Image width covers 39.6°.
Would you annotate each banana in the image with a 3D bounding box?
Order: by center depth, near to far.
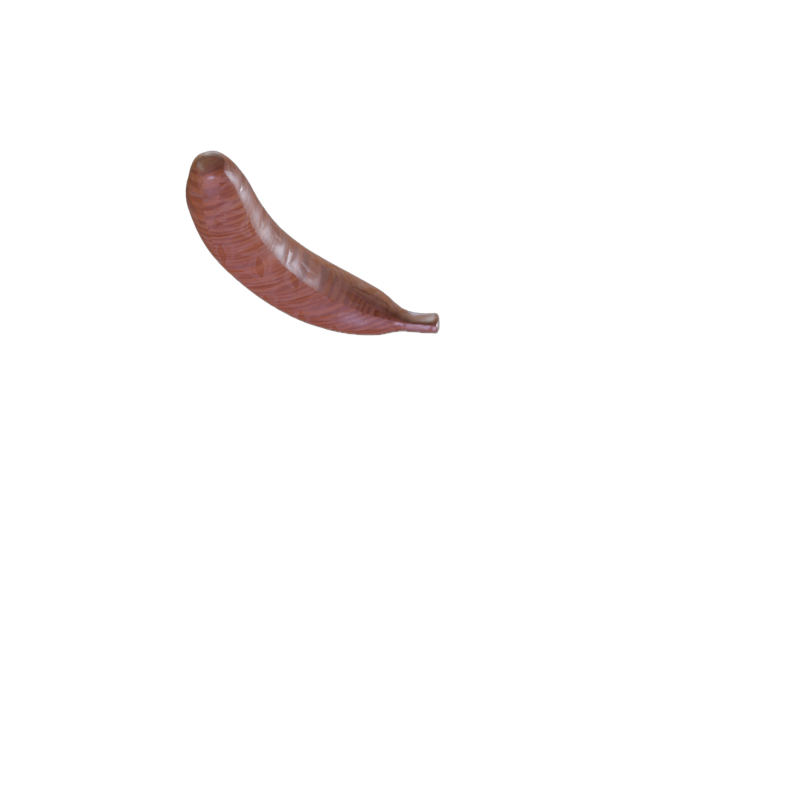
[{"bbox_3d":[-0.059,-0.078,0.597,0.070,0.039,0.184,-20,-32,33],"label":"banana"}]
